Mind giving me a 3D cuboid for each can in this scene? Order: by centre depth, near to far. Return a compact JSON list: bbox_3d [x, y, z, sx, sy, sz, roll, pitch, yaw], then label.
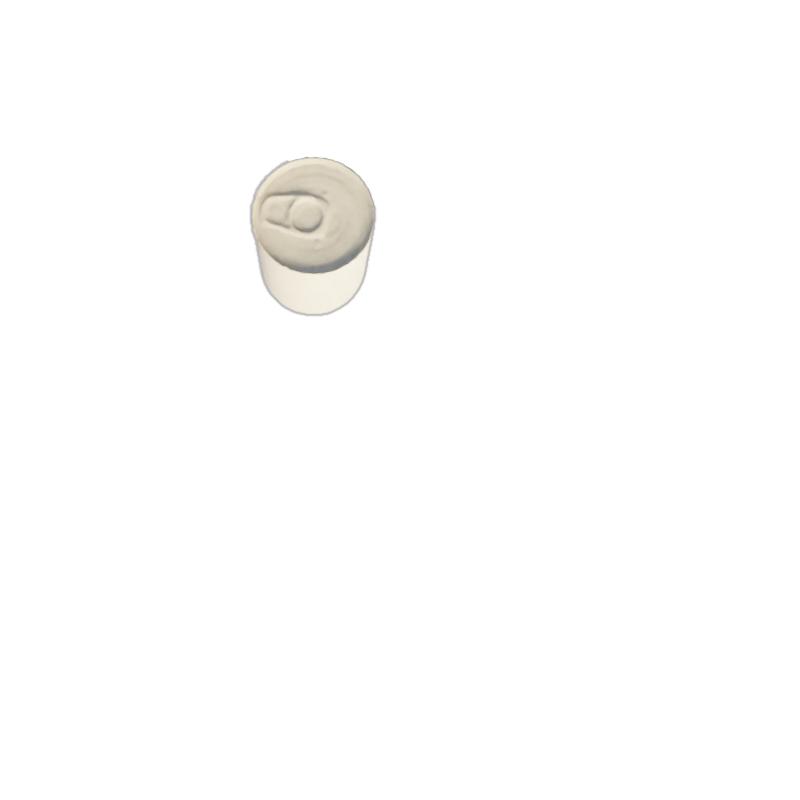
[{"bbox_3d":[-0.051,-0.093,0.649,0.068,0.071,0.099,0,-12,-3],"label":"can"}]
